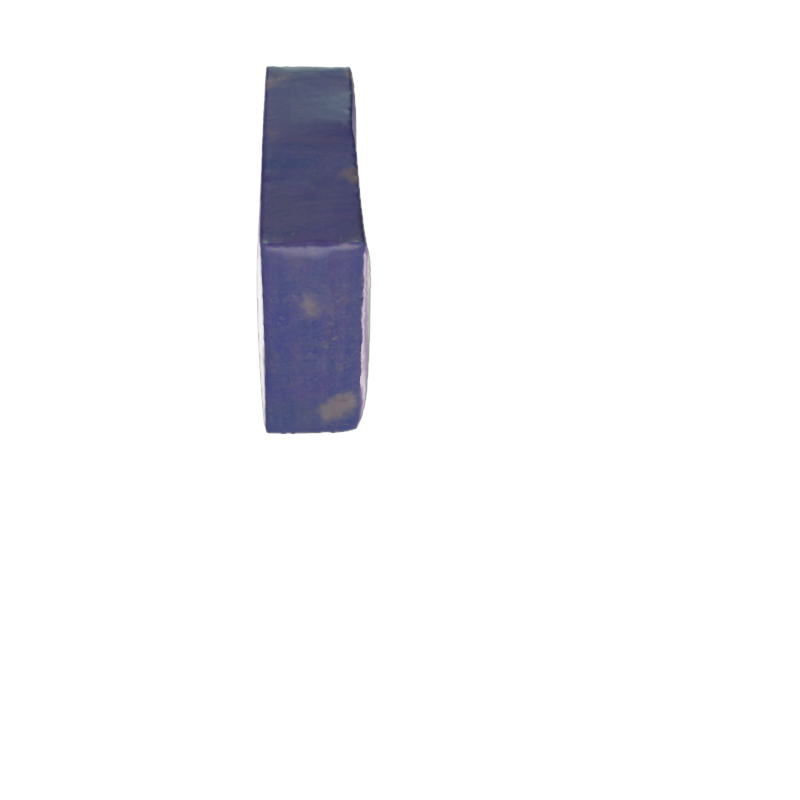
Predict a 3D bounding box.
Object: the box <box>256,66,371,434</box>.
[{"bbox_3d":[-0.060,-0.110,0.770,0.072,0.153,0.229,0,42,-4],"label":"box"}]
